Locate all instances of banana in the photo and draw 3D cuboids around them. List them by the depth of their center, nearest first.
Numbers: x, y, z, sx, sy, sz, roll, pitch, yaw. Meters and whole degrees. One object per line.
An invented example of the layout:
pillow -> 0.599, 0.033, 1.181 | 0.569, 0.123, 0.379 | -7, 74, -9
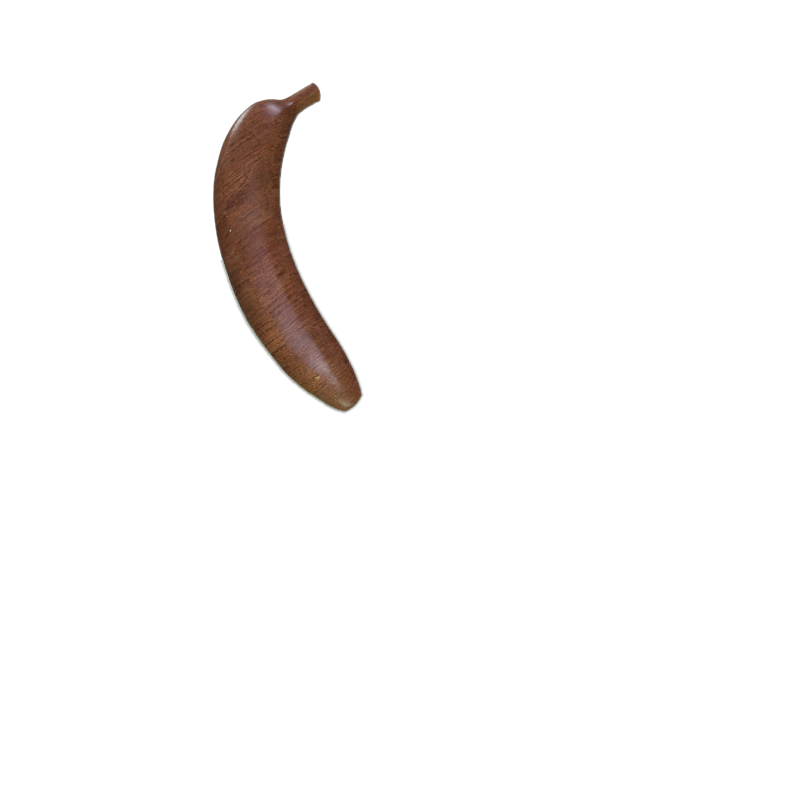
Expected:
banana -> -0.067, -0.089, 0.614 | 0.069, 0.207, 0.035 | -7, -18, -3
